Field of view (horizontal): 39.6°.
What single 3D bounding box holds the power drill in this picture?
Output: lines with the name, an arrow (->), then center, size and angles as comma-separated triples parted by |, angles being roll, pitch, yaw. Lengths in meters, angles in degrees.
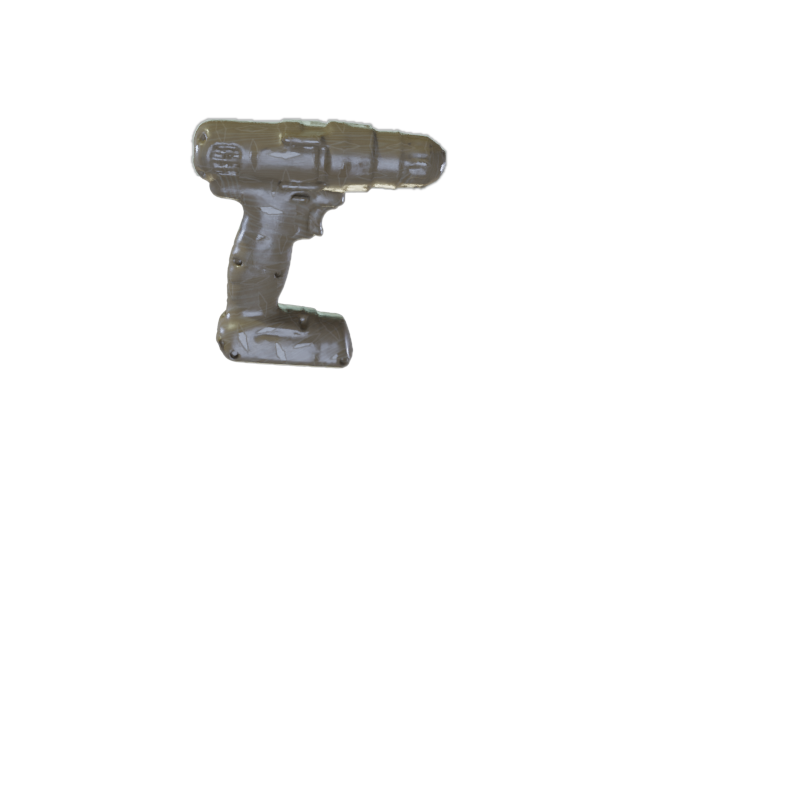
power drill -> -0.065, -0.119, 0.830 | 0.184, 0.179, 0.060 | 5, 21, -2
